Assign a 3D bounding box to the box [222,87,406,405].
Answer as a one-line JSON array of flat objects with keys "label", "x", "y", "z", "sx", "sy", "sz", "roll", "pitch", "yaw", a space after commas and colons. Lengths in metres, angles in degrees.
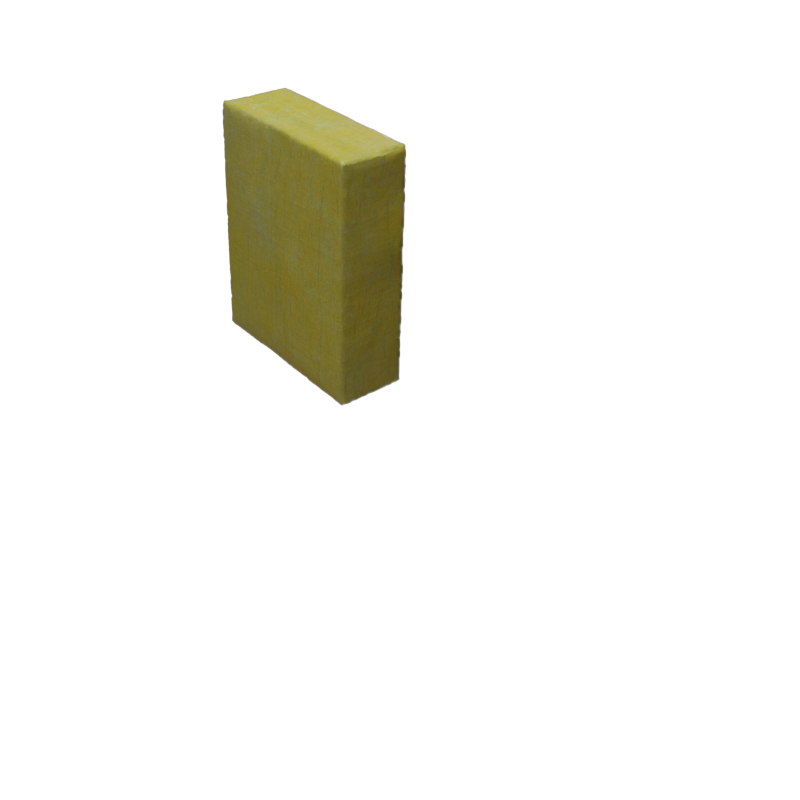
[{"label": "box", "x": -0.071, "y": -0.130, "z": 0.908, "sx": 0.071, "sy": 0.201, "sz": 0.176, "roll": -19, "pitch": 37, "yaw": -33}]
